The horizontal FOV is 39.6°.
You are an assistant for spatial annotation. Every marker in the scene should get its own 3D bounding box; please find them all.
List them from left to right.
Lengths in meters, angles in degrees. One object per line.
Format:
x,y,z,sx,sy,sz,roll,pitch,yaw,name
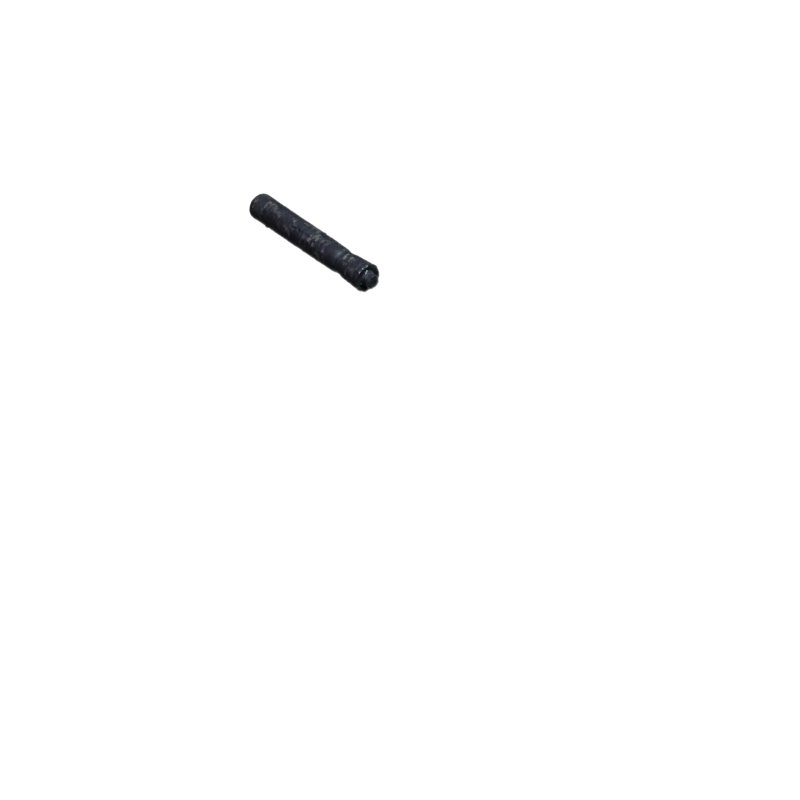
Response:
-0.056,-0.102,0.713,0.019,0.019,0.130,-3,30,-42,marker
